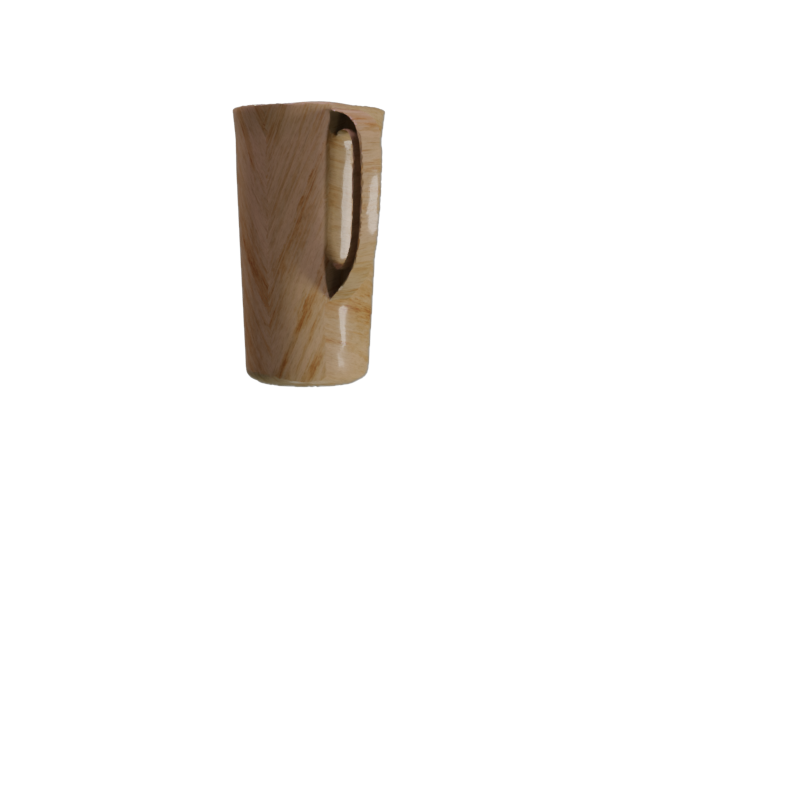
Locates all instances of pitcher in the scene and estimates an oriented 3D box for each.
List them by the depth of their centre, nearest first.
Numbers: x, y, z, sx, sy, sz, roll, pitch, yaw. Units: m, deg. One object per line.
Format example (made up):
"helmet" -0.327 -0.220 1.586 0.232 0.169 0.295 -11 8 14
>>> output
"pitcher" -0.075 -0.137 0.959 0.147 0.242 0.147 1 3 12
